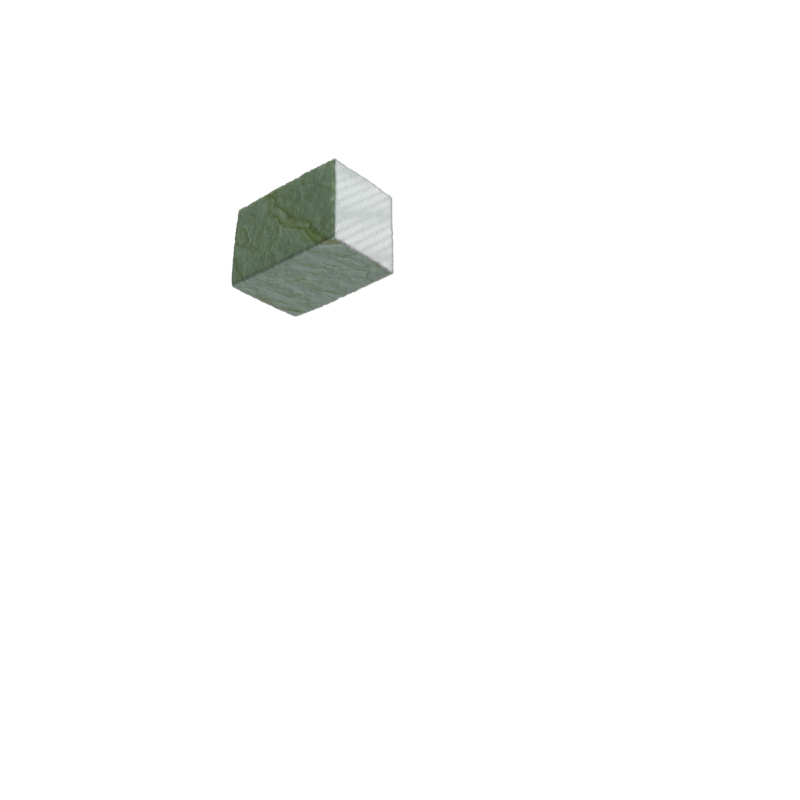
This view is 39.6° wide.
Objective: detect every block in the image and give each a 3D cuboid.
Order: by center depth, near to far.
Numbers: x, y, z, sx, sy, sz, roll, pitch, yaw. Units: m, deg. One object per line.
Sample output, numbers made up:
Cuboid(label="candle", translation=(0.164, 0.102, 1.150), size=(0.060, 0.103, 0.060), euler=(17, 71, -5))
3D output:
Cuboid(label="block", translation=(-0.049, -0.089, 0.622), size=(0.078, 0.054, 0.049), euler=(-22, -34, 34))
